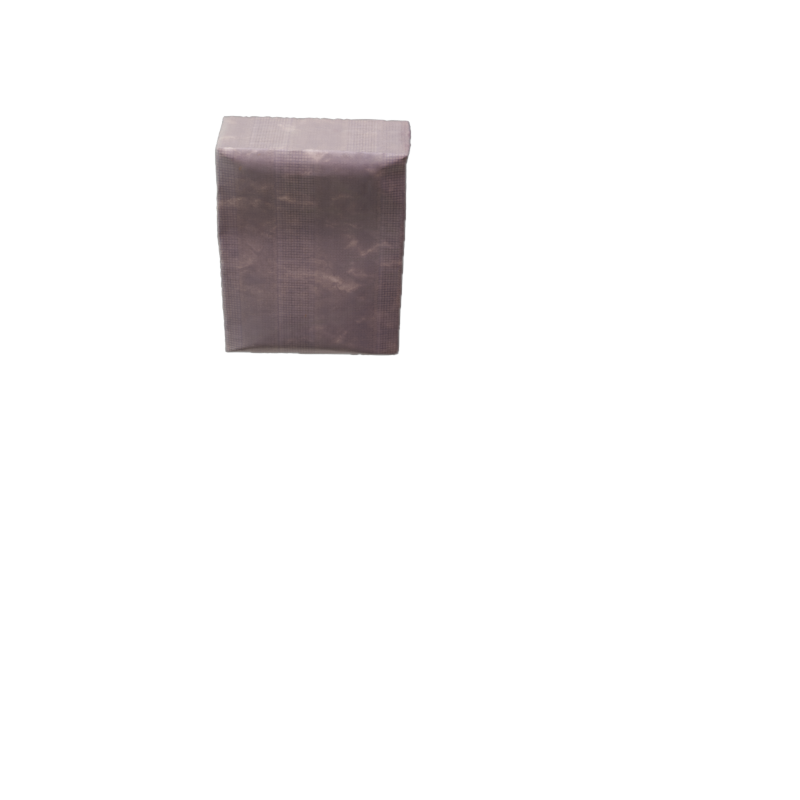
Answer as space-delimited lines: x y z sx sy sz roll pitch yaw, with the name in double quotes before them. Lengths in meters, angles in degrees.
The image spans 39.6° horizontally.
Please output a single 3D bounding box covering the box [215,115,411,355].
"box" -0.077 -0.141 0.985 0.164 0.200 0.076 3 35 1
